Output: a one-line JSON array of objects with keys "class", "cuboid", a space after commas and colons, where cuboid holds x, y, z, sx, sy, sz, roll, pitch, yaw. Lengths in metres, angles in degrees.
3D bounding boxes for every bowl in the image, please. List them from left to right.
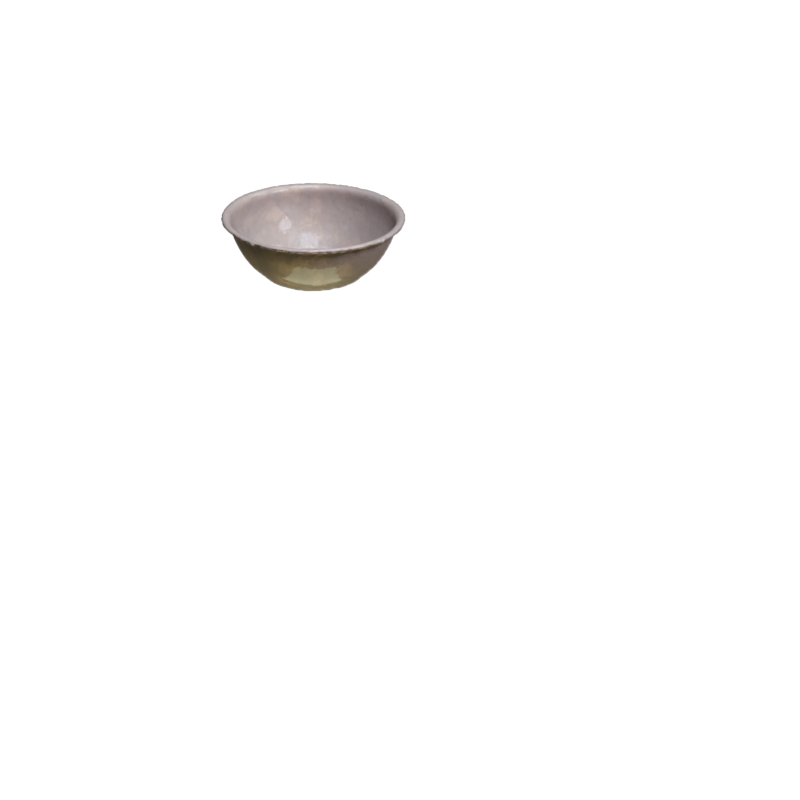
[{"class": "bowl", "cuboid": [-0.077, -0.141, 0.984, 0.162, 0.052, 0.172, -1, 30, -2]}]
